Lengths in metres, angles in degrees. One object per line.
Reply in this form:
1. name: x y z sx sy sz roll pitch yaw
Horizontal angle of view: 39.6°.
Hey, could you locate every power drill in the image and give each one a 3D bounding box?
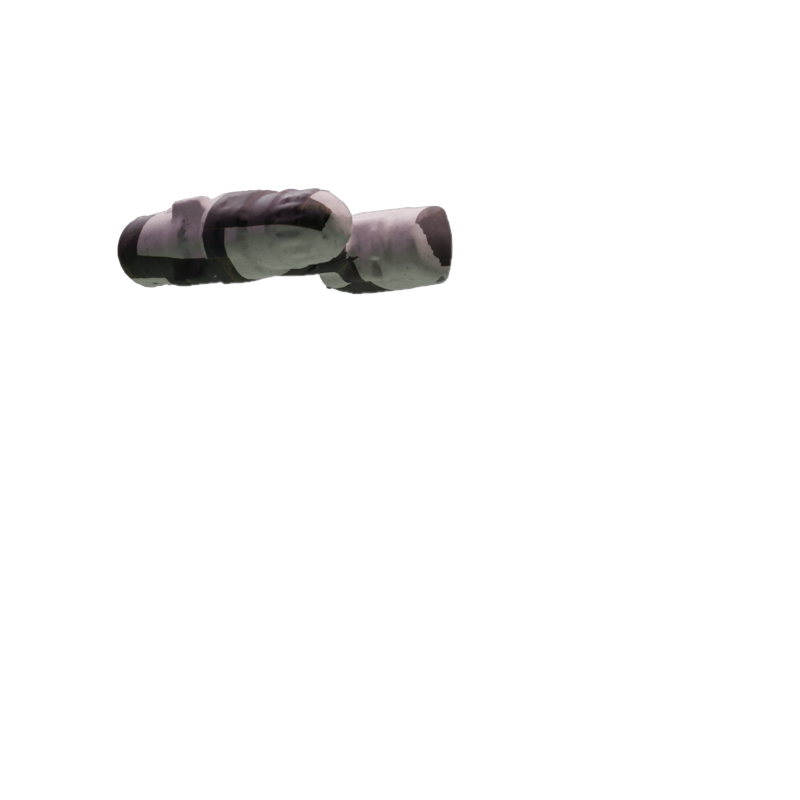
1. power drill: -0.054 -0.098 0.687 0.191 0.058 0.180 2 3 44
